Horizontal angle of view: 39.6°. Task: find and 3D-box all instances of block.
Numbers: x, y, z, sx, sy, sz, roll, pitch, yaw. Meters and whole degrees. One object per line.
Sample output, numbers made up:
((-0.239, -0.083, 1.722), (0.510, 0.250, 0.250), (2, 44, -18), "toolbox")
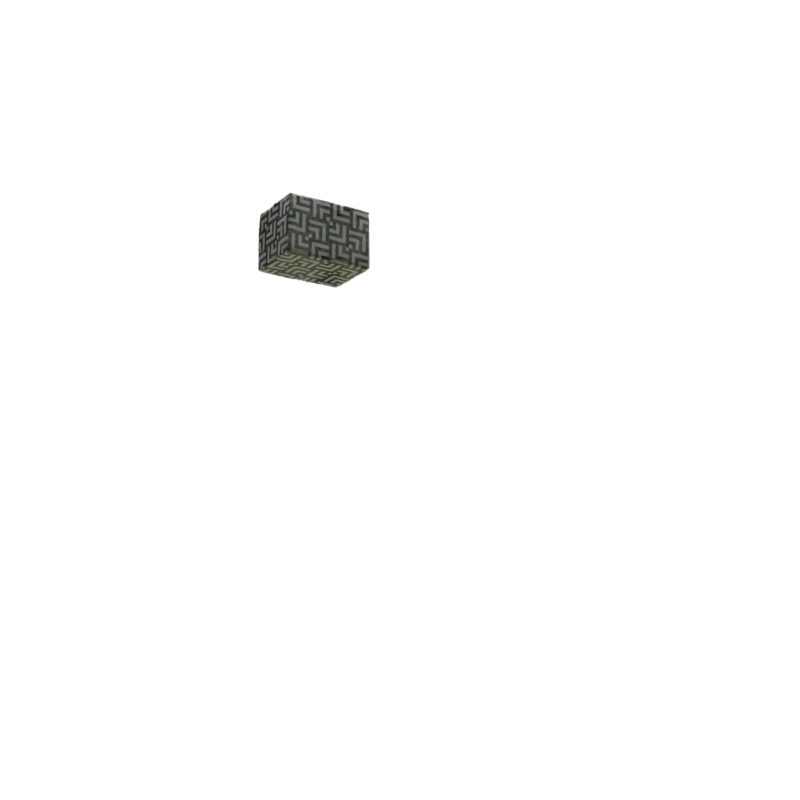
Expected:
((-0.071, -0.129, 0.902), (0.074, 0.054, 0.053), (10, -22, -31), "block")
